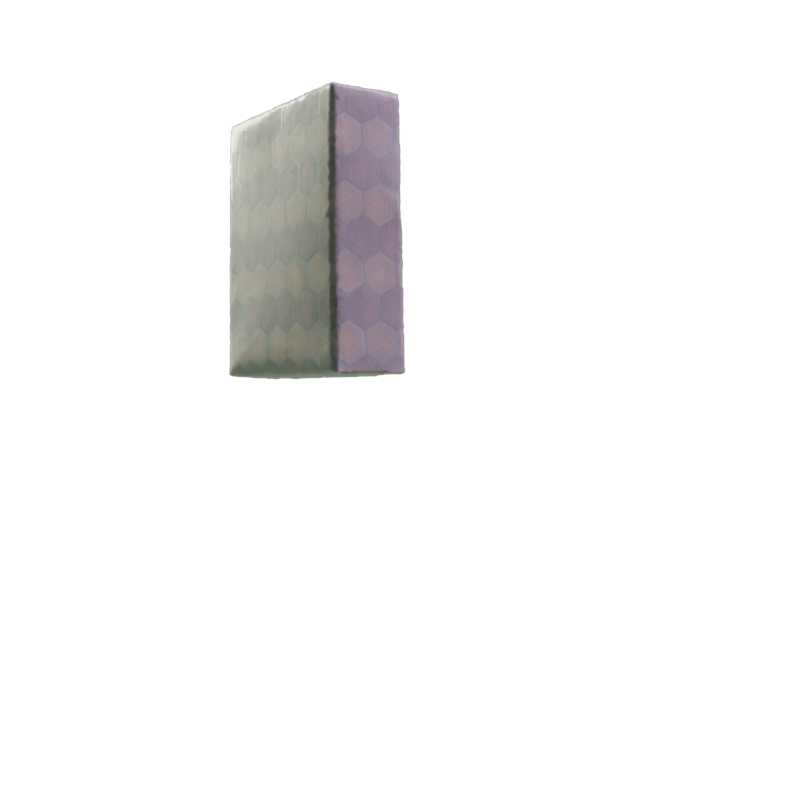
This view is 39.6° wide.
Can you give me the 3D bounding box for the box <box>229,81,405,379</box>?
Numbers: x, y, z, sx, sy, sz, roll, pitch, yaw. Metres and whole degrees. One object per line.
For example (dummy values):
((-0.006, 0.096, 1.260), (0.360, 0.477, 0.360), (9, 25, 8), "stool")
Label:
((-0.069, -0.125, 0.876), (0.069, 0.218, 0.168), (4, -7, -35), "box")
